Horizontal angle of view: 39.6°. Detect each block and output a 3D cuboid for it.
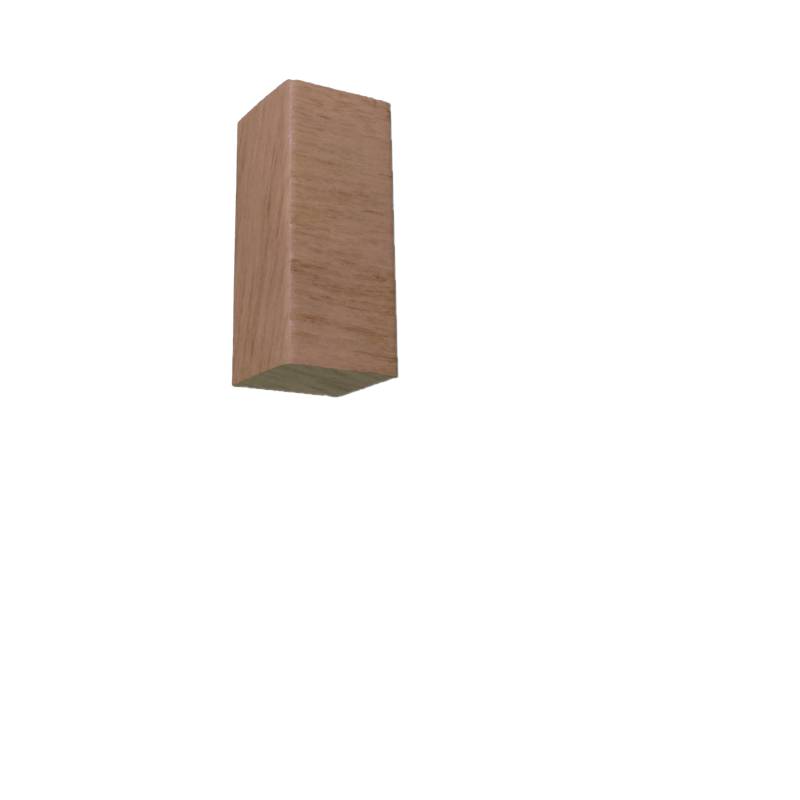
[{"bbox_3d":[-0.063,-0.115,0.806,0.087,0.215,0.090,9,-20,-30],"label":"block"}]
